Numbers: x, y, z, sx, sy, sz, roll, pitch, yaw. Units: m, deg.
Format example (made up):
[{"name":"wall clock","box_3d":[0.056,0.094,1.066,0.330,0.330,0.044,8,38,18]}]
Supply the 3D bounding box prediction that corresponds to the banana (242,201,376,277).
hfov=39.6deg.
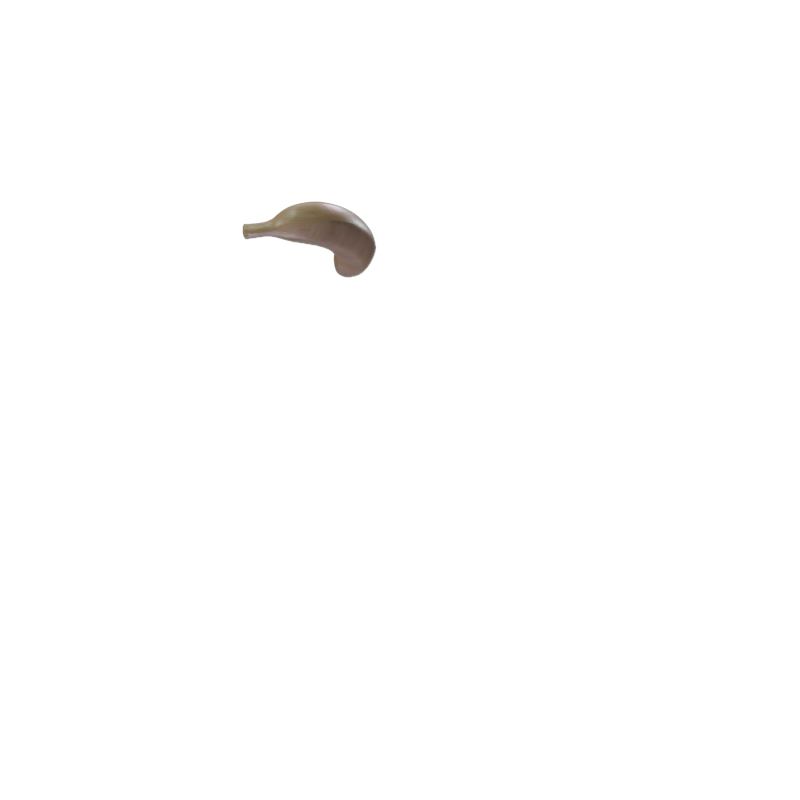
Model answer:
[{"name":"banana","box_3d":[-0.058,-0.137,0.938,0.071,0.038,0.188,-3,-7,22]}]
